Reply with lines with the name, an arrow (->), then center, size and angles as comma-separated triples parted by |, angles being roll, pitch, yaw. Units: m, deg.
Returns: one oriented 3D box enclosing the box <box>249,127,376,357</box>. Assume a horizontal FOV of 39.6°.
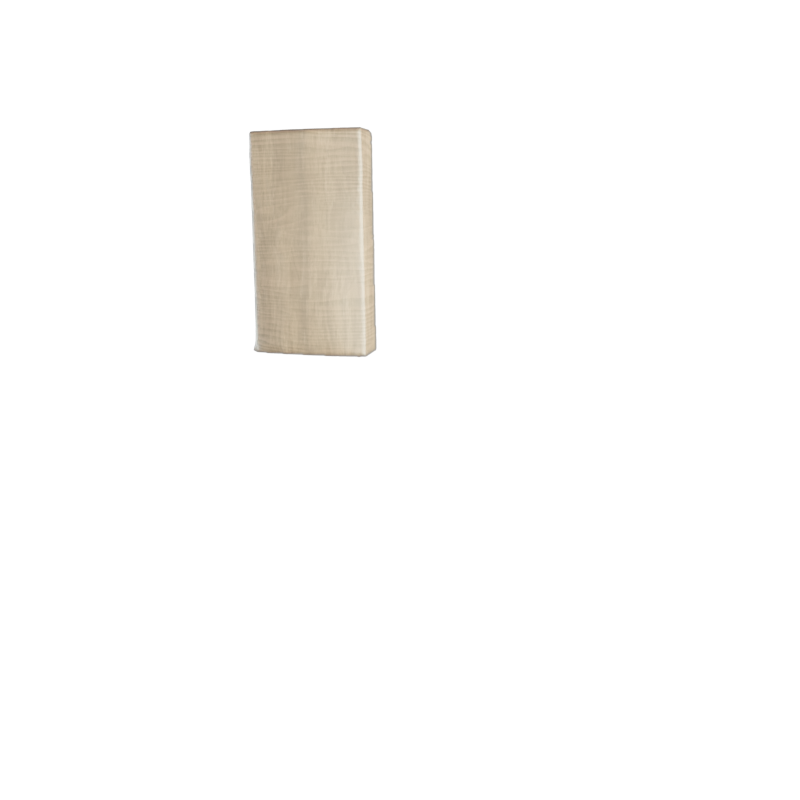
box -> -0.068, -0.125, 0.872 | 0.095, 0.176, 0.047 | 1, 1, 15
